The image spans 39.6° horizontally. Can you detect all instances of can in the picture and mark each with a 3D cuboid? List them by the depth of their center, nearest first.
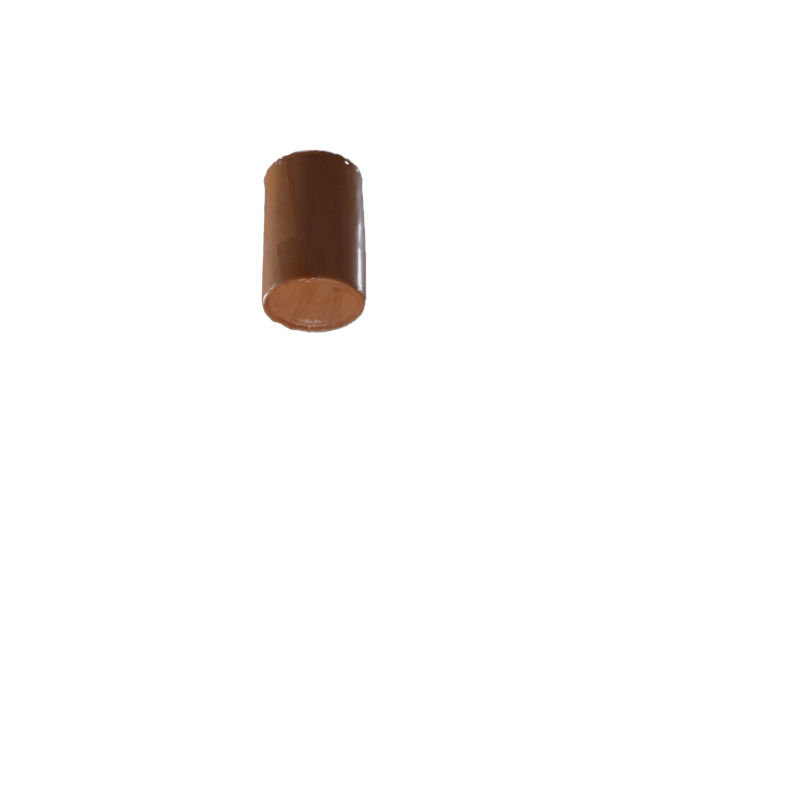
[{"bbox_3d":[-0.057,-0.104,0.731,0.068,0.109,0.064,-1,-32,-2],"label":"can"}]
